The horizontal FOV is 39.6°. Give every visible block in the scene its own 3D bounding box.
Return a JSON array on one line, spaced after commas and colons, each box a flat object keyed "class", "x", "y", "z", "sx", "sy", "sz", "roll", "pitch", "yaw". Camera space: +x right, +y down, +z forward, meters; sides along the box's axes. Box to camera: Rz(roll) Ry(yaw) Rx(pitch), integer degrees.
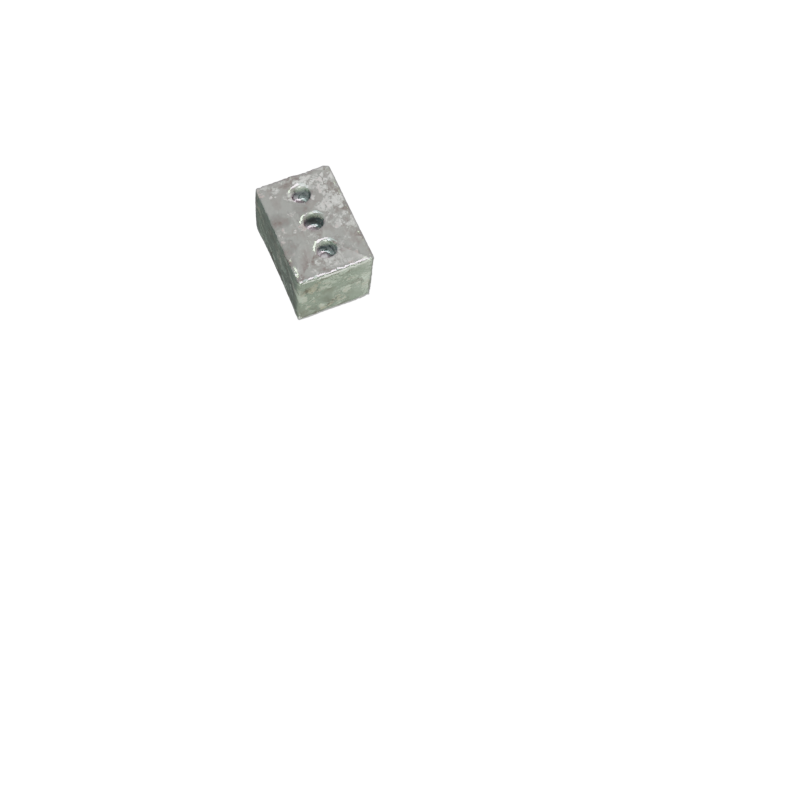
[{"class": "block", "x": -0.056, "y": -0.102, "z": 0.714, "sx": 0.052, "sy": 0.083, "sz": 0.048, "roll": -20, "pitch": -26, "yaw": -12}]
